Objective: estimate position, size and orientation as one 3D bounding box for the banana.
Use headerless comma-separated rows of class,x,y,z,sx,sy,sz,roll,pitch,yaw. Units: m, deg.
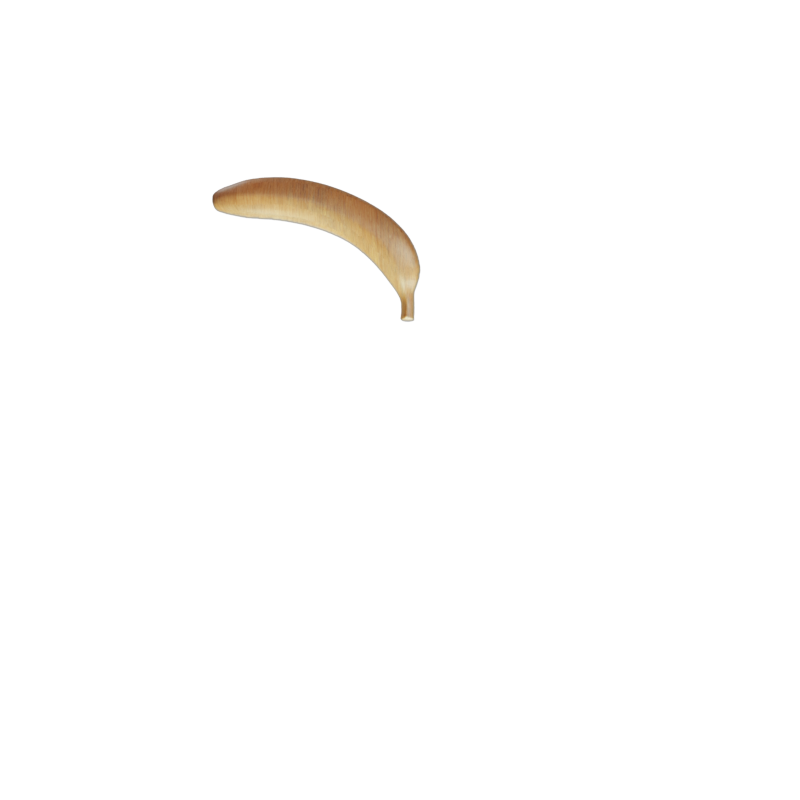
banana,-0.058,-0.143,0.915,0.204,0.071,0.035,31,-20,12
